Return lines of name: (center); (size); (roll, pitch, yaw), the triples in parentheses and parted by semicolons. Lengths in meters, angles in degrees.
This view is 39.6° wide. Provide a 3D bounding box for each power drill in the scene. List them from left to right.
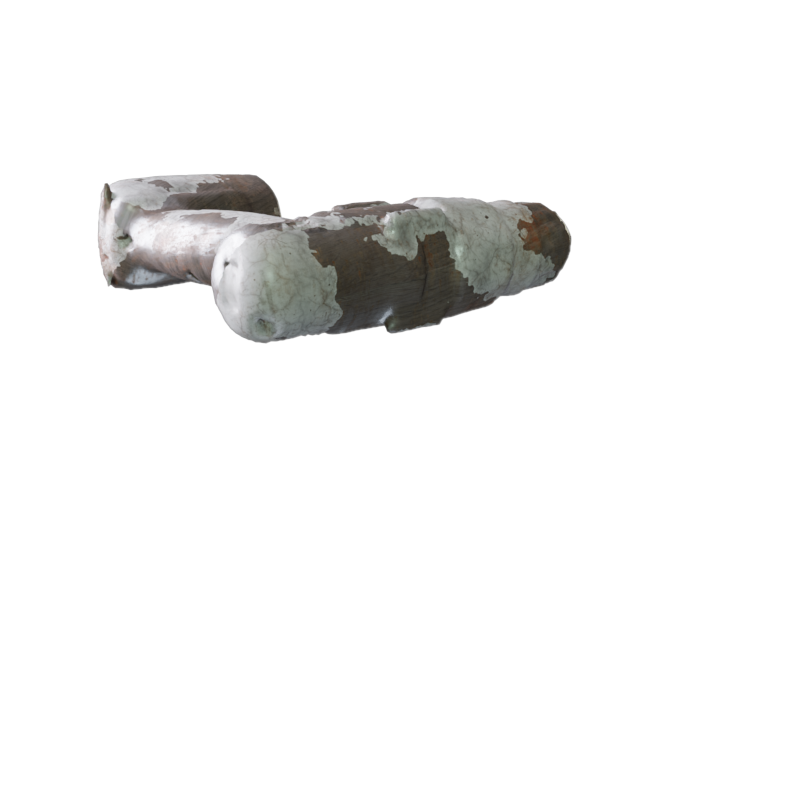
power drill: (-0.040, -0.074, 0.517); (0.179, 0.056, 0.197); (-11, 17, -39)
